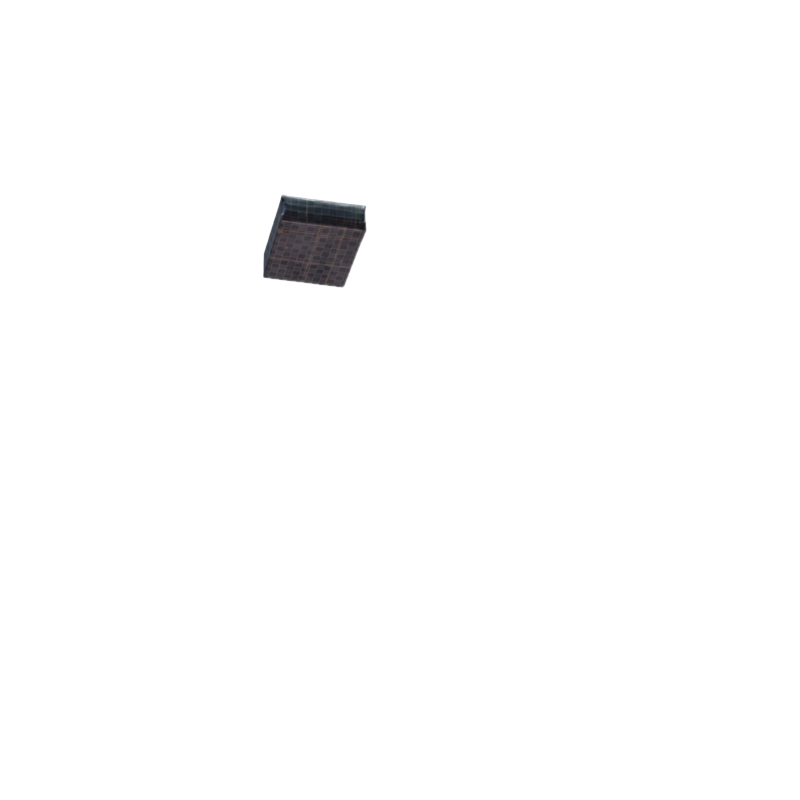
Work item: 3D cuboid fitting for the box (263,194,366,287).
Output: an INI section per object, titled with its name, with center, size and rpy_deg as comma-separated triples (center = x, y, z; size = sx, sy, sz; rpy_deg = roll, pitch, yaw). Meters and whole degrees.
[box]
center = -0.074, -0.135, 0.942
size = 0.072, 0.032, 0.085
rpy_deg = 7, -32, -12
